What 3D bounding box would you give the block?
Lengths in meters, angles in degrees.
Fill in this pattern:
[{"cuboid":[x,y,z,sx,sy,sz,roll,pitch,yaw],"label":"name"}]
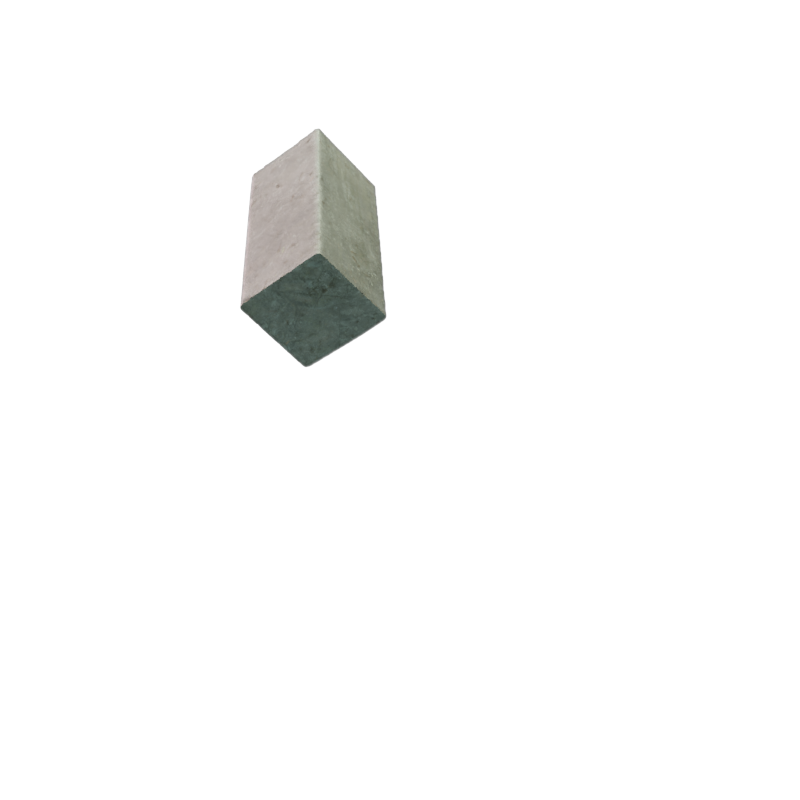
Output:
[{"cuboid":[-0.079,-0.142,0.999,0.090,0.221,0.085,-33,-56,21],"label":"block"}]
